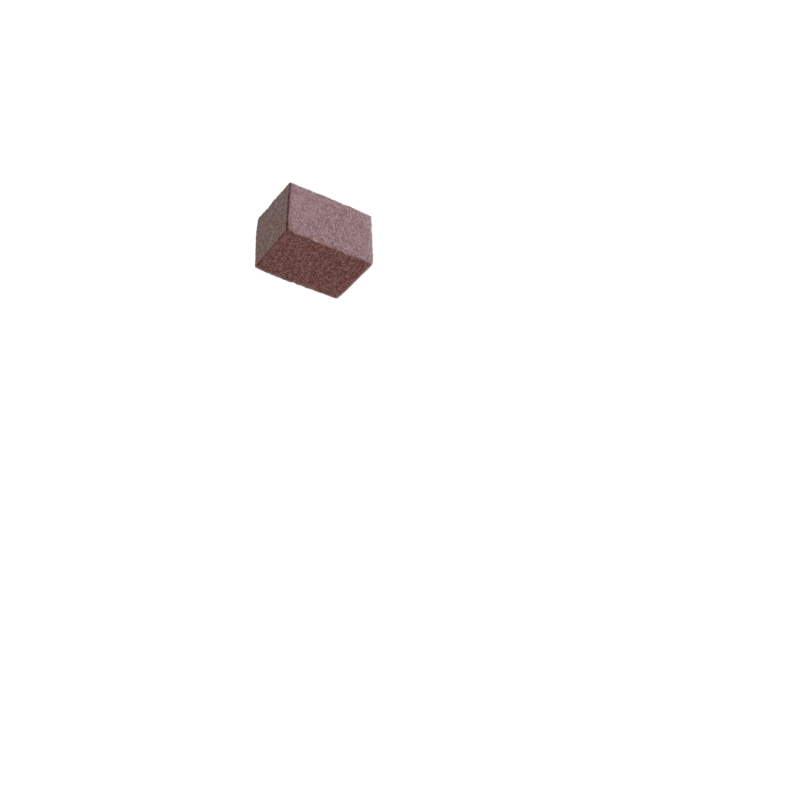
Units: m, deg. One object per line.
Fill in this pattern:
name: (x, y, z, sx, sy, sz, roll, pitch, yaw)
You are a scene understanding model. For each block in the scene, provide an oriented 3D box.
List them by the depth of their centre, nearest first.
block: (-0.067, -0.122, 0.858, 0.074, 0.055, 0.052, 20, -42, -26)
